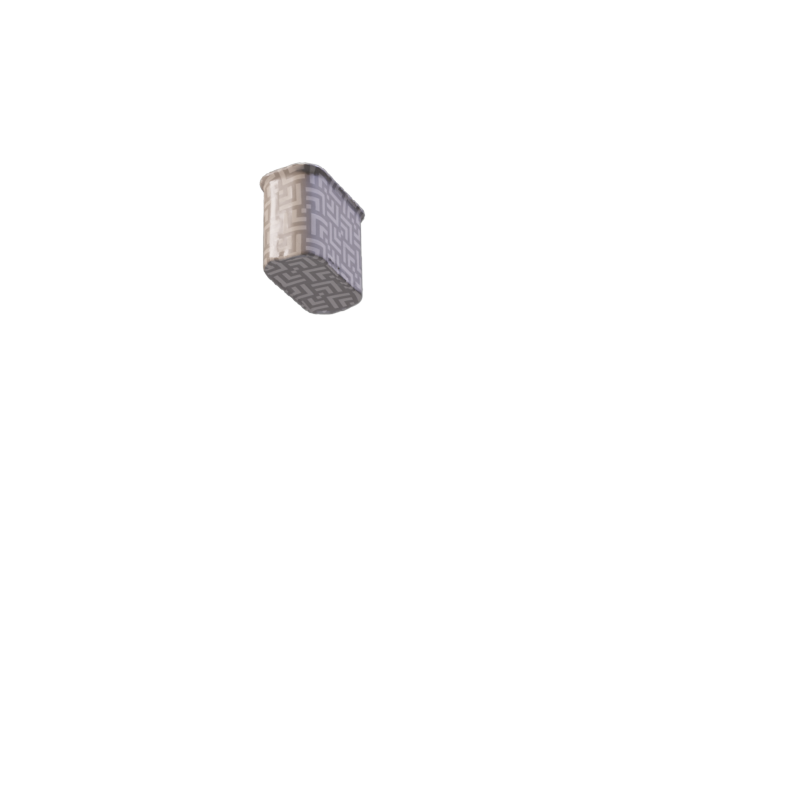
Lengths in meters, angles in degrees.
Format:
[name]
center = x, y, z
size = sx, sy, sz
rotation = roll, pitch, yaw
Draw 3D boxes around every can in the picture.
[can]
center = -0.069, -0.127, 0.888
size = 0.058, 0.089, 0.094
rotation = -15, -31, 23
